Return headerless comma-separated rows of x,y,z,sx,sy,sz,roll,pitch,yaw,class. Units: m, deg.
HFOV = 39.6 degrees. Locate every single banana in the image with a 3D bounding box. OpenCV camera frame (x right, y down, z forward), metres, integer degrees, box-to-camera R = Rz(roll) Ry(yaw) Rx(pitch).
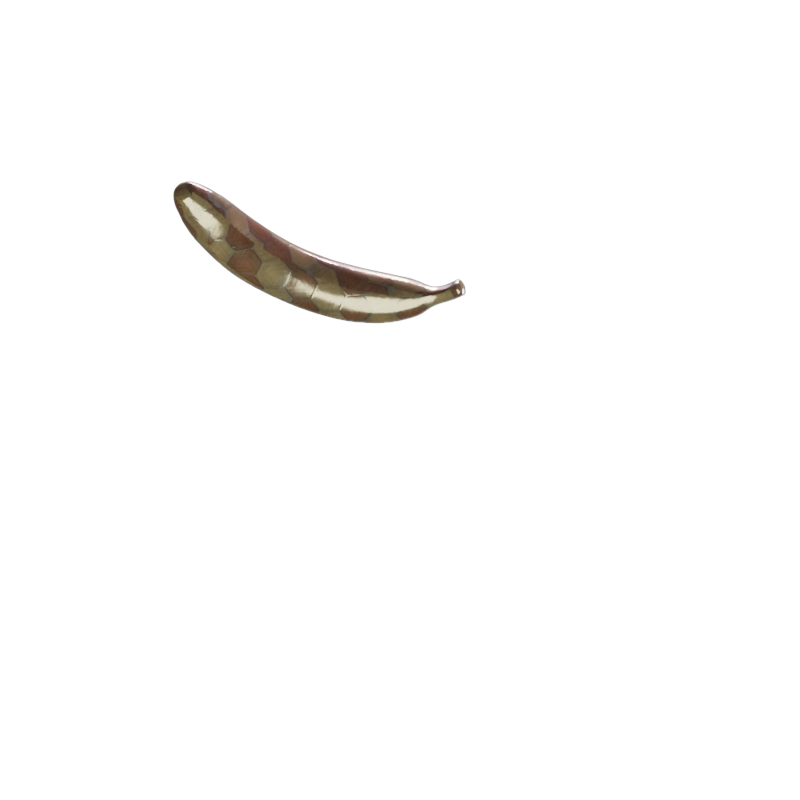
-0.060,-0.088,0.715,0.191,0.039,0.067,17,-47,-17,banana
